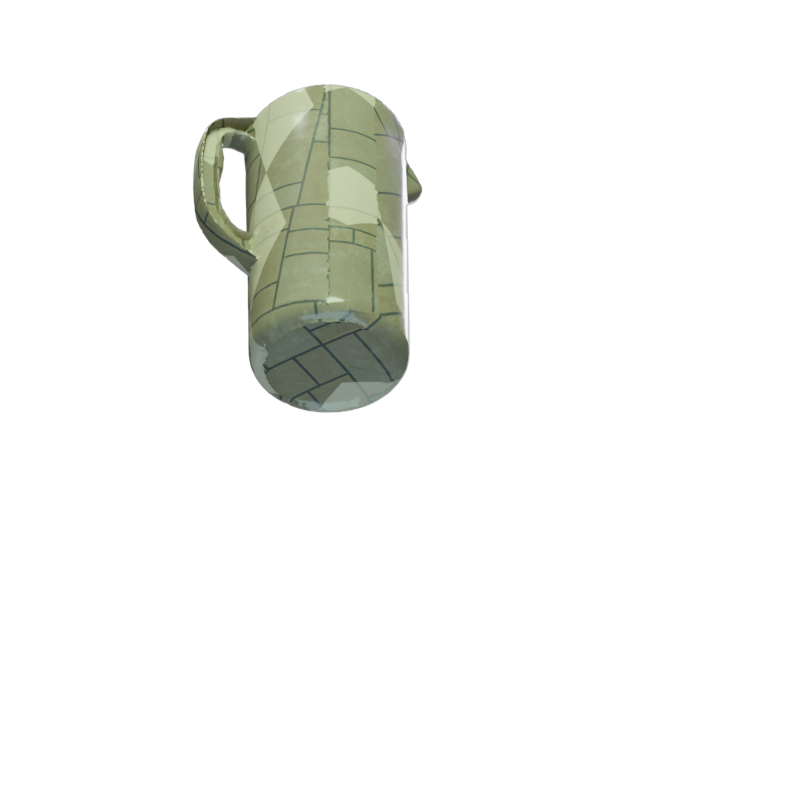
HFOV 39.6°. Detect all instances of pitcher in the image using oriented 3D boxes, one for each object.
[{"bbox_3d":[-0.064,-0.117,0.818,0.150,0.261,0.134,-16,-46,12],"label":"pitcher"}]
